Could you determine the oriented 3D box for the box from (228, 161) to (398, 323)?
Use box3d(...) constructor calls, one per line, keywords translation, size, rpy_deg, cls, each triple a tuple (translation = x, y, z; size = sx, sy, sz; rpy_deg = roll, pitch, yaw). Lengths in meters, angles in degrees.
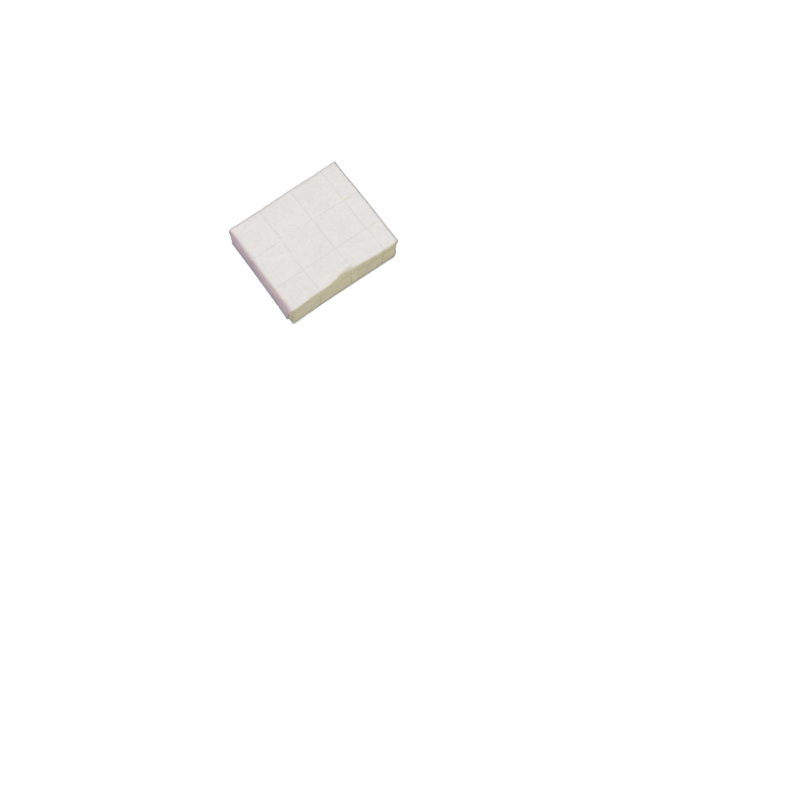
box3d(translation=(-0.058, -0.106, 0.741), size=(0.089, 0.077, 0.029), rpy_deg=(-34, -18, -13), cls="box")
